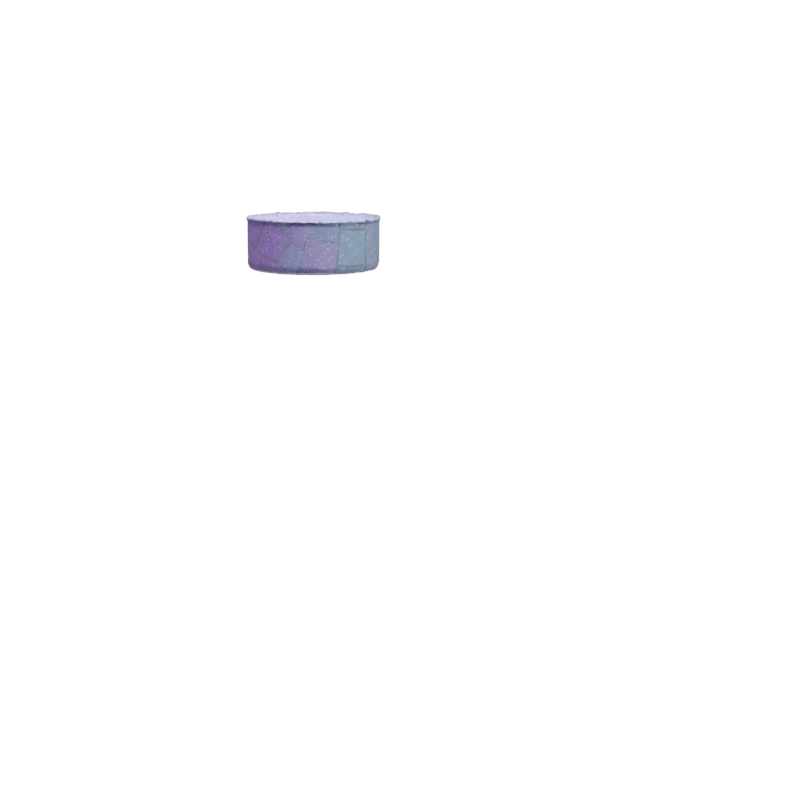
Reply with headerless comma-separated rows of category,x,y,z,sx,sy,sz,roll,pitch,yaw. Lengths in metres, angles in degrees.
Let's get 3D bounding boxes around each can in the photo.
can,-0.056,-0.101,0.710,0.086,0.033,0.088,0,12,-2
